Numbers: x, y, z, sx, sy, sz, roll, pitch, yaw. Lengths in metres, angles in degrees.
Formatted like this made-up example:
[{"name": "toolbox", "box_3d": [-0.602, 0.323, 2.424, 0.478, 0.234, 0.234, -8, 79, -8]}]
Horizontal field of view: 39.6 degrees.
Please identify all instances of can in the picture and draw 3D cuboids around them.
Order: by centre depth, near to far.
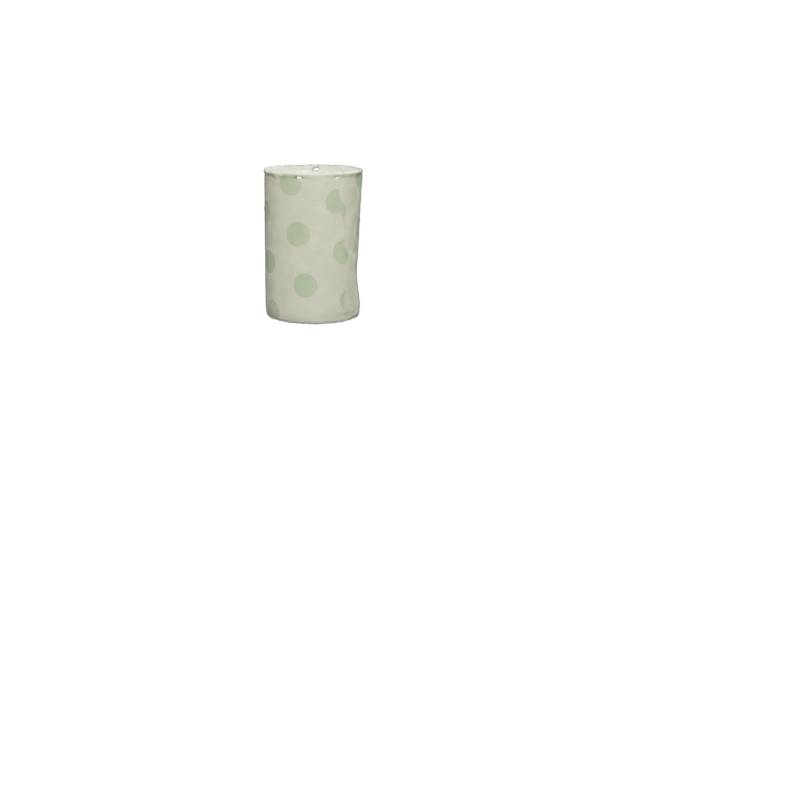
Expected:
[{"name": "can", "box_3d": [-0.060, -0.109, 0.765, 0.068, 0.100, 0.070, 0, 12, -2]}]
